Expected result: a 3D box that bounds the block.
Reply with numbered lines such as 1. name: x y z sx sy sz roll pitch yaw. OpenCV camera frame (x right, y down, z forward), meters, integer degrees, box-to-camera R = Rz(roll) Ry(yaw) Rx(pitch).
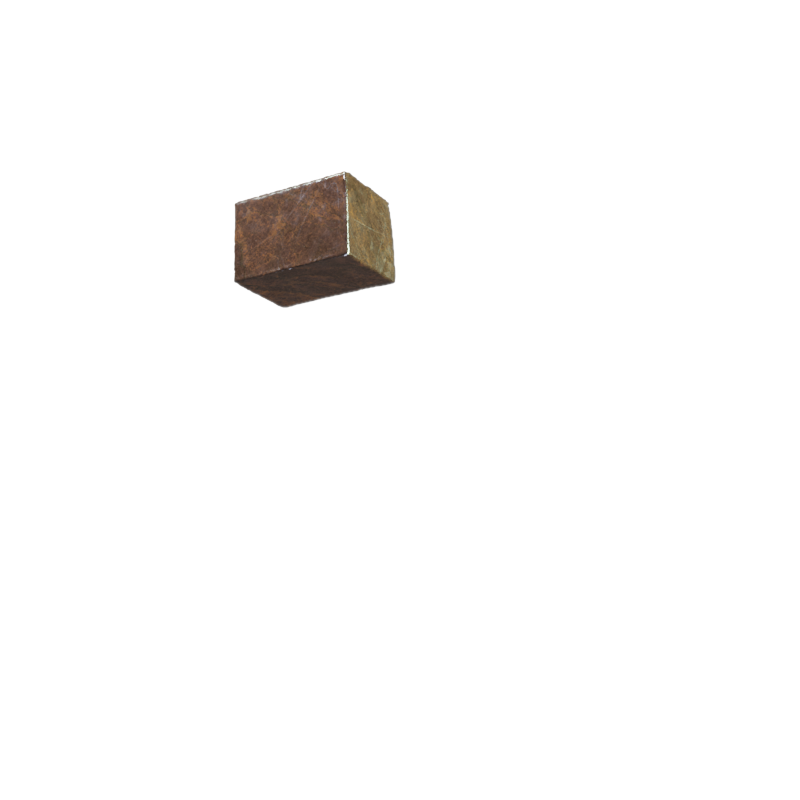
1. block: -0.049 -0.090 0.631 0.079 0.054 0.049 -10 -21 28
